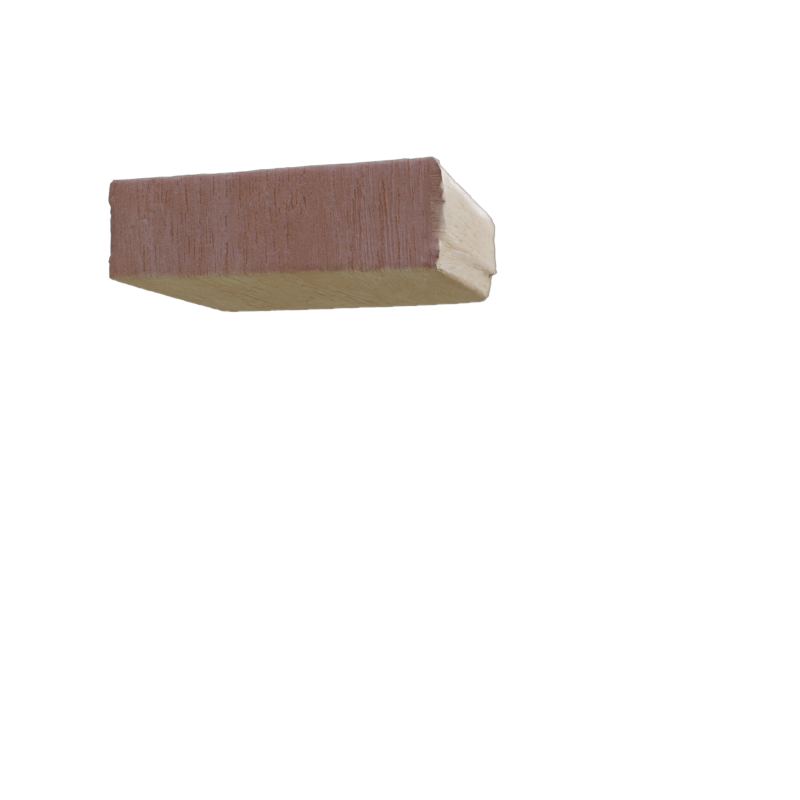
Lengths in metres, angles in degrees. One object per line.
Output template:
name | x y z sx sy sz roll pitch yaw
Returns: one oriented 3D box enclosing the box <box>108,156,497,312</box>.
box | -0.024 -0.044 0.305 0.091 0.031 0.070 -1 -3 17
